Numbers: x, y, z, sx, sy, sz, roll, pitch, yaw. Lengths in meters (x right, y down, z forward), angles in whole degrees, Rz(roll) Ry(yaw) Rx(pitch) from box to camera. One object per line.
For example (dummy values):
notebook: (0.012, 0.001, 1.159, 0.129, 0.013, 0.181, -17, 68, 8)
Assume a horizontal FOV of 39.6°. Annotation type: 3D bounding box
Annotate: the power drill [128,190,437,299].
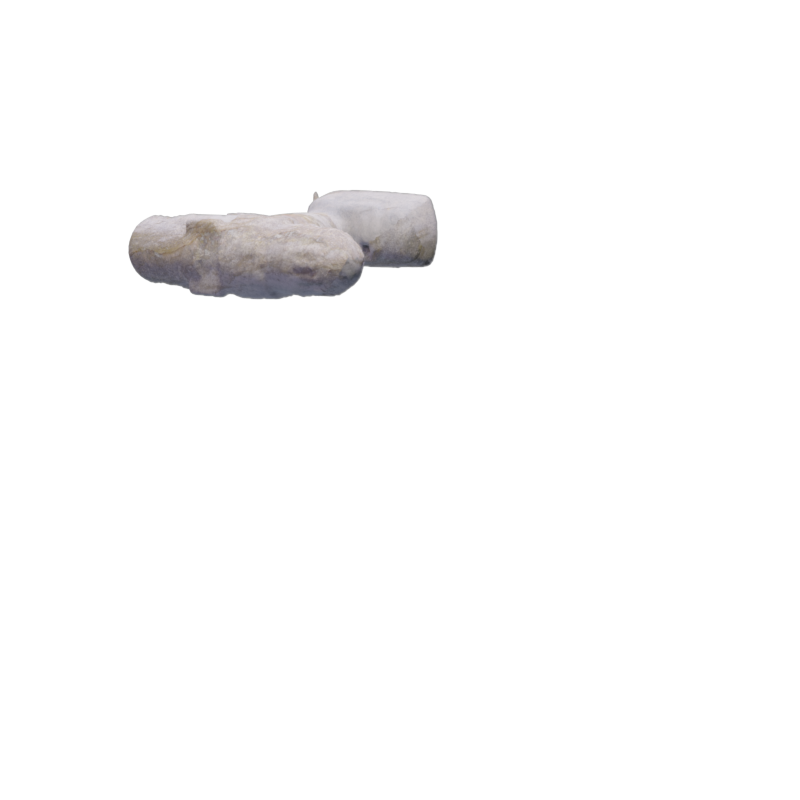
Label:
power drill: (-0.058, -0.105, 0.737, 0.193, 0.056, 0.183, 11, 18, 38)
